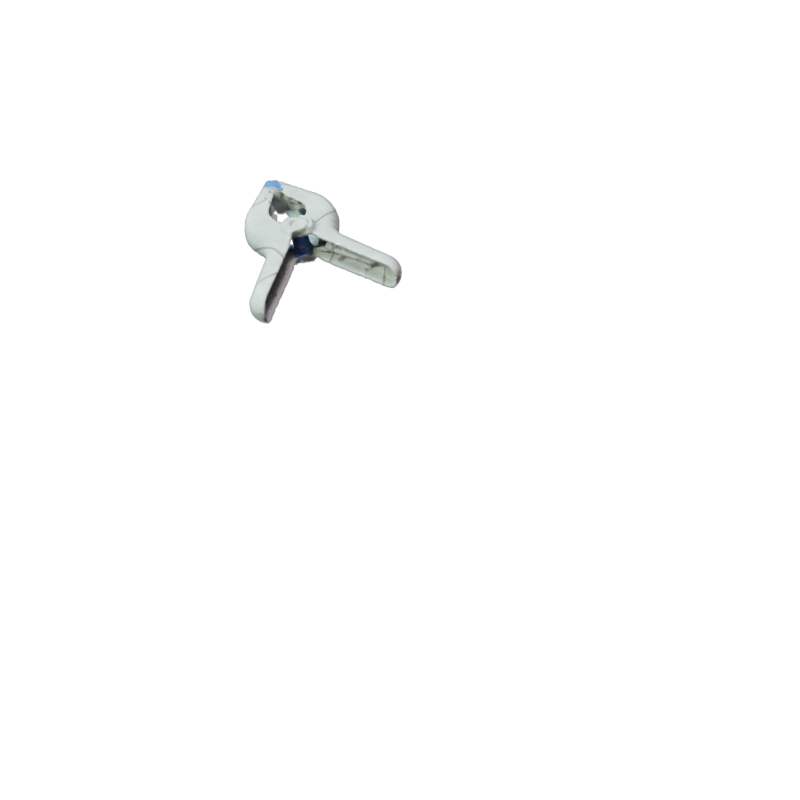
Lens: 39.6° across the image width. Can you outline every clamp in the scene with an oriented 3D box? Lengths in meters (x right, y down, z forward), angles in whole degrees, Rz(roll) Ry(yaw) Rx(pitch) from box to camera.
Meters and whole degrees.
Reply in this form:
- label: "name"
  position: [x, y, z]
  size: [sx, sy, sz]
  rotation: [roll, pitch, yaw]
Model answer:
- label: "clamp"
  position: [-0.071, -0.129, 0.902]
  size: [0.119, 0.037, 0.185]
  rotation: [-7, 42, -8]
